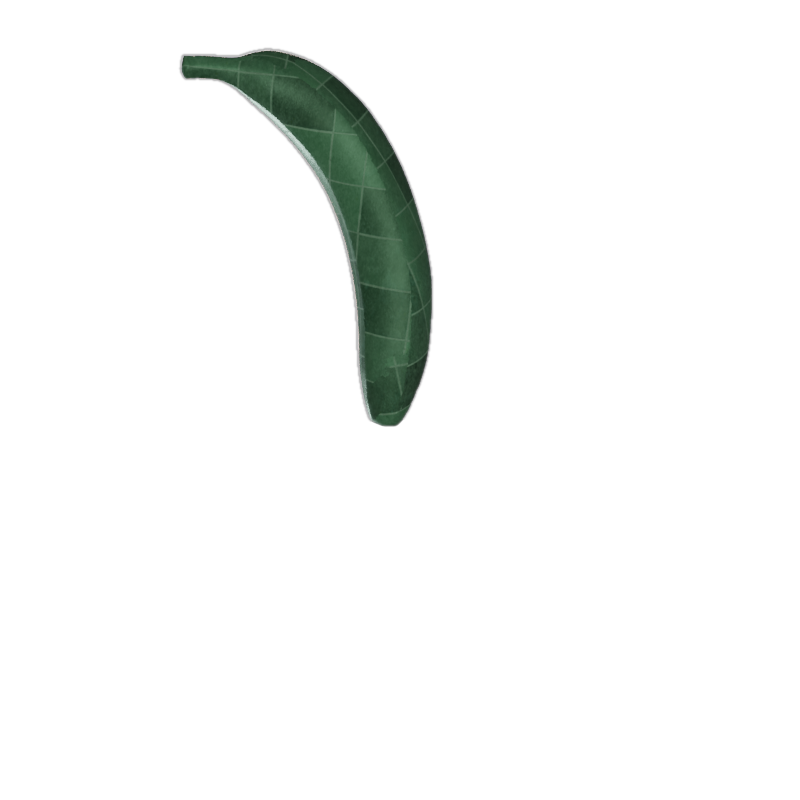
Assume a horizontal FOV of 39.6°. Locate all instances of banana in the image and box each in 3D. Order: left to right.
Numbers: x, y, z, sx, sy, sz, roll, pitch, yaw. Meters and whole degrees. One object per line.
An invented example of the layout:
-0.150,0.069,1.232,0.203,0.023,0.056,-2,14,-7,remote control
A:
-0.026,-0.086,0.517,0.069,0.194,0.037,-28,7,3,banana
